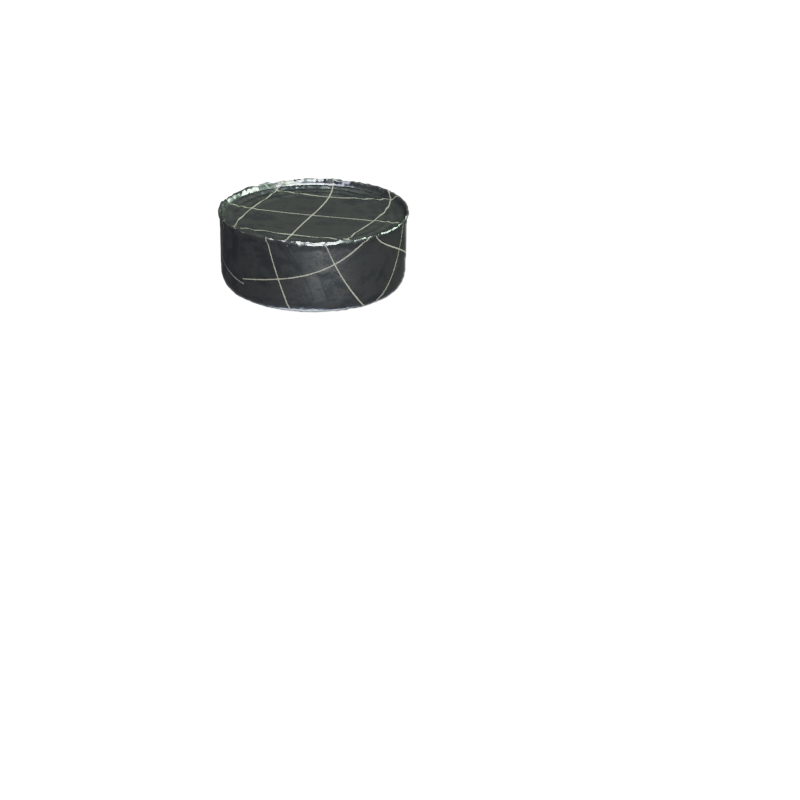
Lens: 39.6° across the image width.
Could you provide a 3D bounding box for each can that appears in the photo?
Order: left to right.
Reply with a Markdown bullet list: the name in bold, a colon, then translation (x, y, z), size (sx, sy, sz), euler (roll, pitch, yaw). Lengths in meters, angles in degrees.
- **can**: translation (-0.039, -0.072, 0.503), size (0.086, 0.032, 0.091), euler (-1, 28, -2)
